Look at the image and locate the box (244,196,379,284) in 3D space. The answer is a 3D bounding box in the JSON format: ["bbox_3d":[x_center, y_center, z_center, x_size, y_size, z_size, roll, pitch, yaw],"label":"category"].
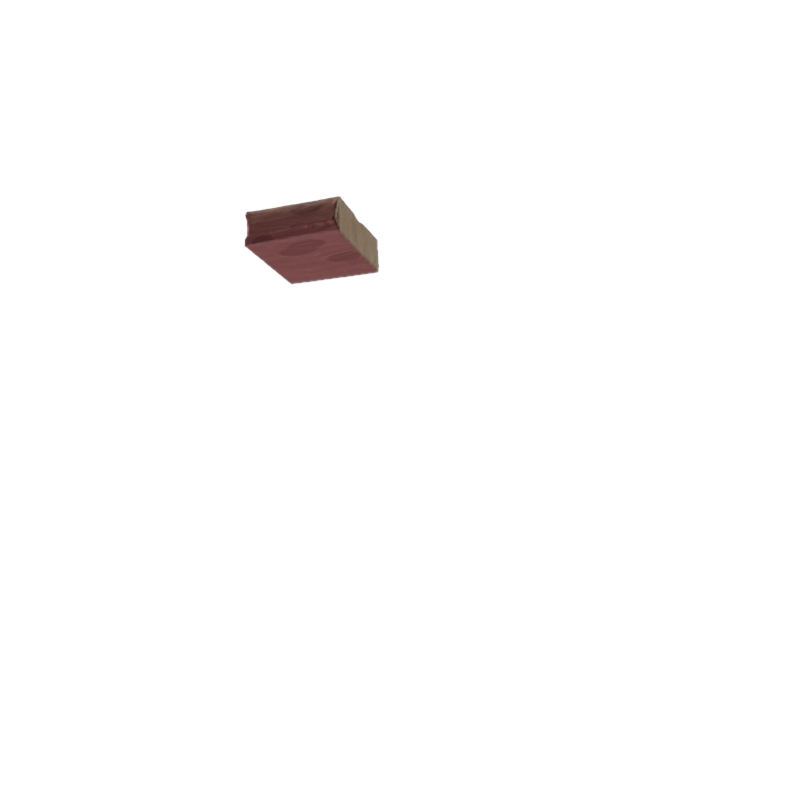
[{"bbox_3d":[-0.064,-0.117,0.816,0.074,0.032,0.084,-6,-18,19],"label":"box"}]
